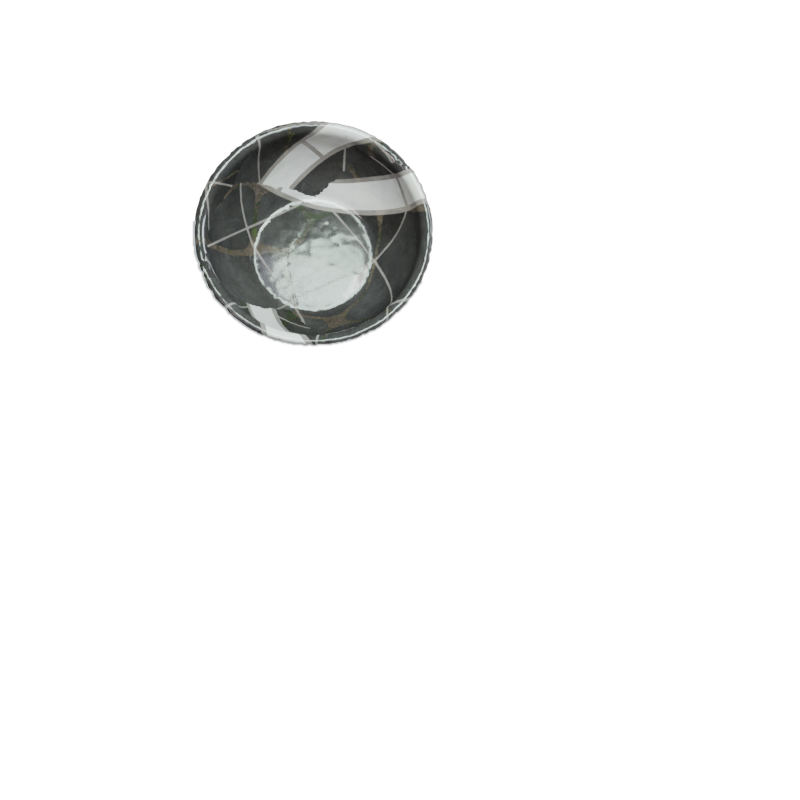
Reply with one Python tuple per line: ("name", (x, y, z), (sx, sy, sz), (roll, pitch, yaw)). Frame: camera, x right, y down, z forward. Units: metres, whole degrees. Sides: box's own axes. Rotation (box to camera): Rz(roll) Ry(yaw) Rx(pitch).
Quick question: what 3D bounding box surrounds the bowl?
("bowl", (-0.061, -0.110, 0.773), (0.162, 0.169, 0.053), (-1, -18, -1))
